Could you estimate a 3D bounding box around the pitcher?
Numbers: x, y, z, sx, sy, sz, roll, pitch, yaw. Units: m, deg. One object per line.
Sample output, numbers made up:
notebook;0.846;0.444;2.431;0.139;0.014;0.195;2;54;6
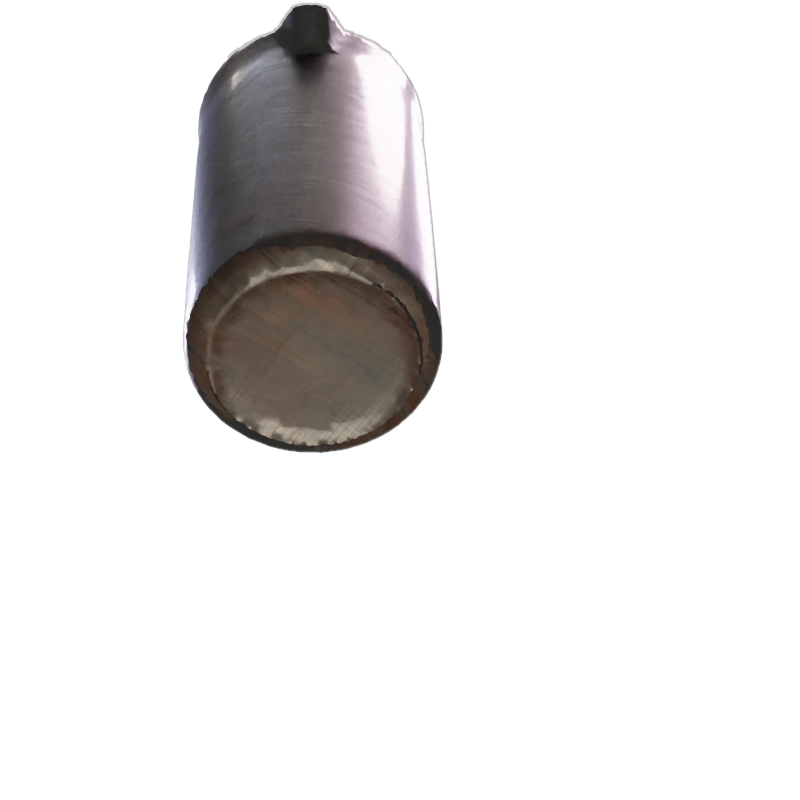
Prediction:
pitcher;-0.044;-0.080;0.561;0.143;0.141;0.259;-38;28;20
